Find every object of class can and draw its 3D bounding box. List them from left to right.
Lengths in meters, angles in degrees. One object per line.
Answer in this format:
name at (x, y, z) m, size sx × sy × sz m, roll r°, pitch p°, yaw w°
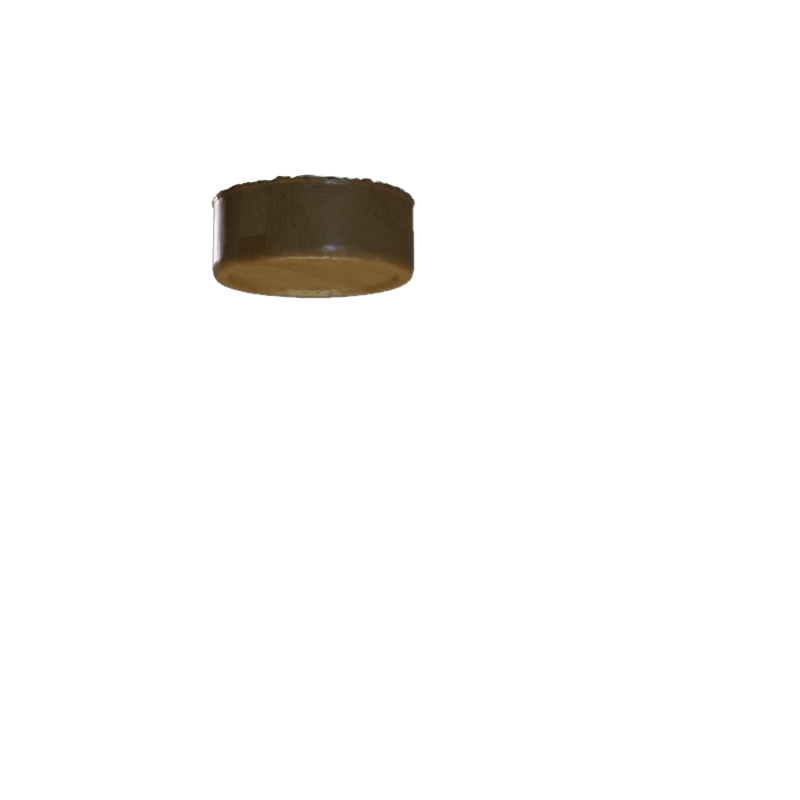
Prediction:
can at (-0.036, -0.066, 0.465) m, size 0.086 × 0.034 × 0.084 m, roll 0°, pitch -7°, yaw -2°
